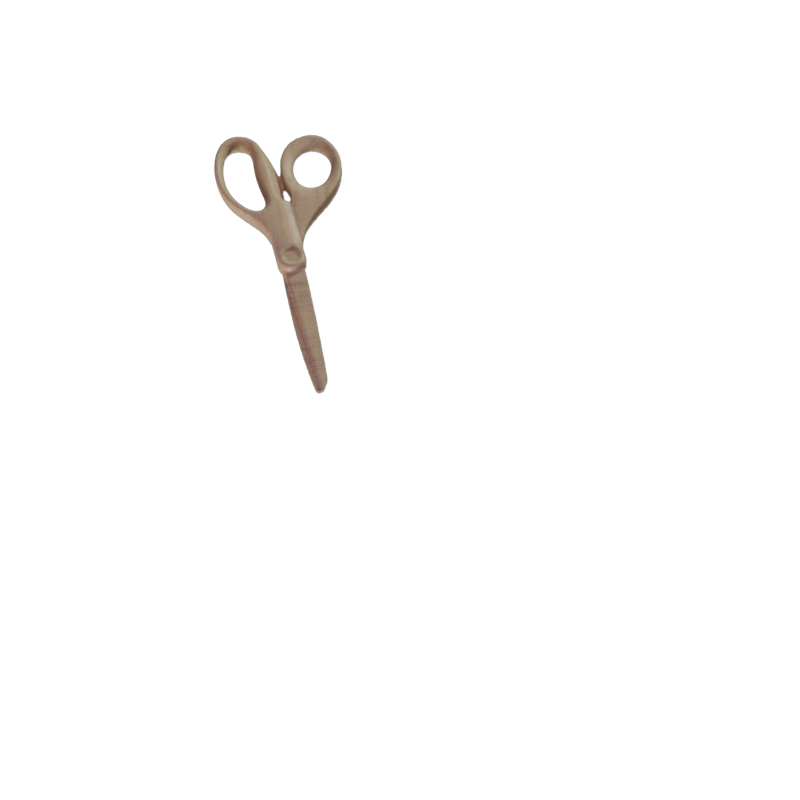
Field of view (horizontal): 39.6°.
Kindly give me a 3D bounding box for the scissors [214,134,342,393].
[{"bbox_3d":[-0.057,-0.105,0.733,0.096,0.216,0.015,-24,-28,-14],"label":"scissors"}]
